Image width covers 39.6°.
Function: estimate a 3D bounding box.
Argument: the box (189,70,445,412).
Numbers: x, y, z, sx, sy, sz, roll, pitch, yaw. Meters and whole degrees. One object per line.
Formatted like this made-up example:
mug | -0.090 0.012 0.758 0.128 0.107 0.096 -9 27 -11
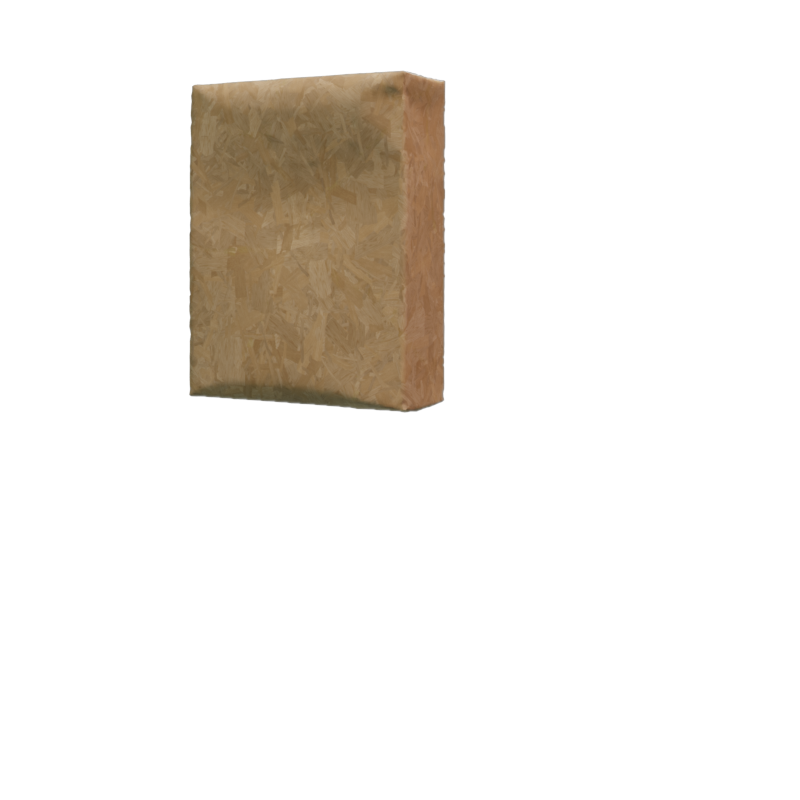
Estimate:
box | -0.058 -0.105 0.736 0.170 0.213 0.070 2 3 27
